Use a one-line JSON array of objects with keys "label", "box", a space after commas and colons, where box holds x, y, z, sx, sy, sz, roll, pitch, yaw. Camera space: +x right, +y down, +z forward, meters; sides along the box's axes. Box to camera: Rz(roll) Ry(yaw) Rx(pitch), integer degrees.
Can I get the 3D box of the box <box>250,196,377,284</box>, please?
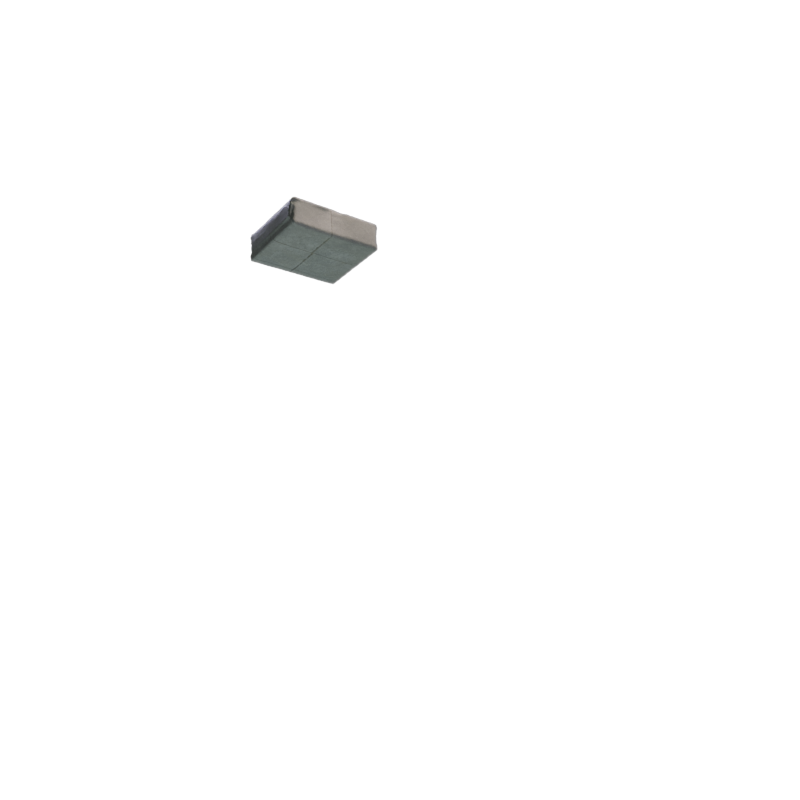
[{"label": "box", "box": [-0.076, -0.139, 0.972, 0.085, 0.032, 0.072, 15, -30, -29]}]
